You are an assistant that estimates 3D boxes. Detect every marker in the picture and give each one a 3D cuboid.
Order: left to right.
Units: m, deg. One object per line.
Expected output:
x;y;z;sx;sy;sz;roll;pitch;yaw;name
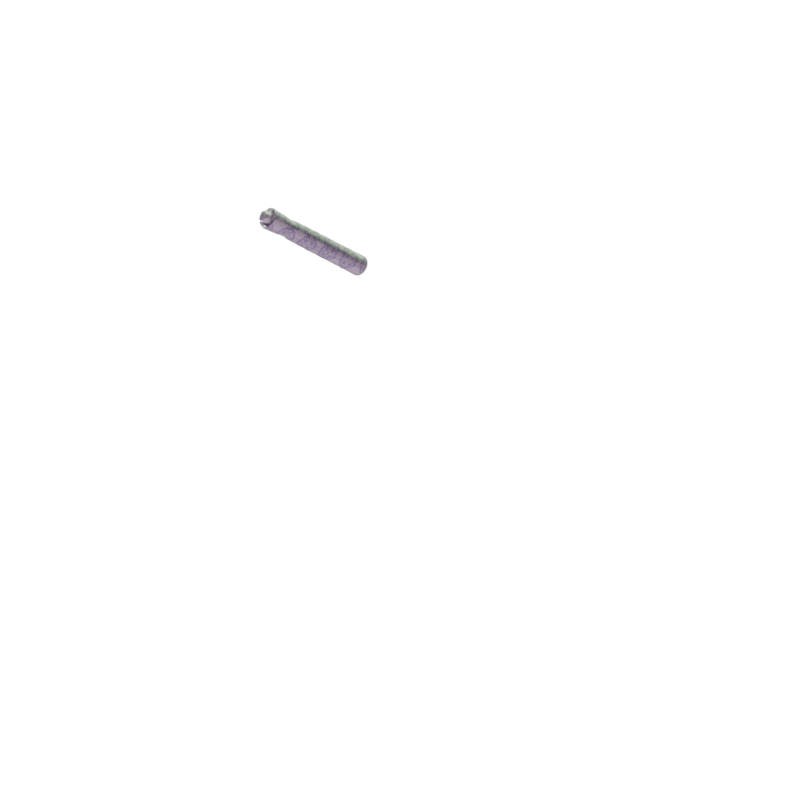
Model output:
-0.075;-0.137;0.961;0.113;0.020;0.021;23;-13;-41;marker
